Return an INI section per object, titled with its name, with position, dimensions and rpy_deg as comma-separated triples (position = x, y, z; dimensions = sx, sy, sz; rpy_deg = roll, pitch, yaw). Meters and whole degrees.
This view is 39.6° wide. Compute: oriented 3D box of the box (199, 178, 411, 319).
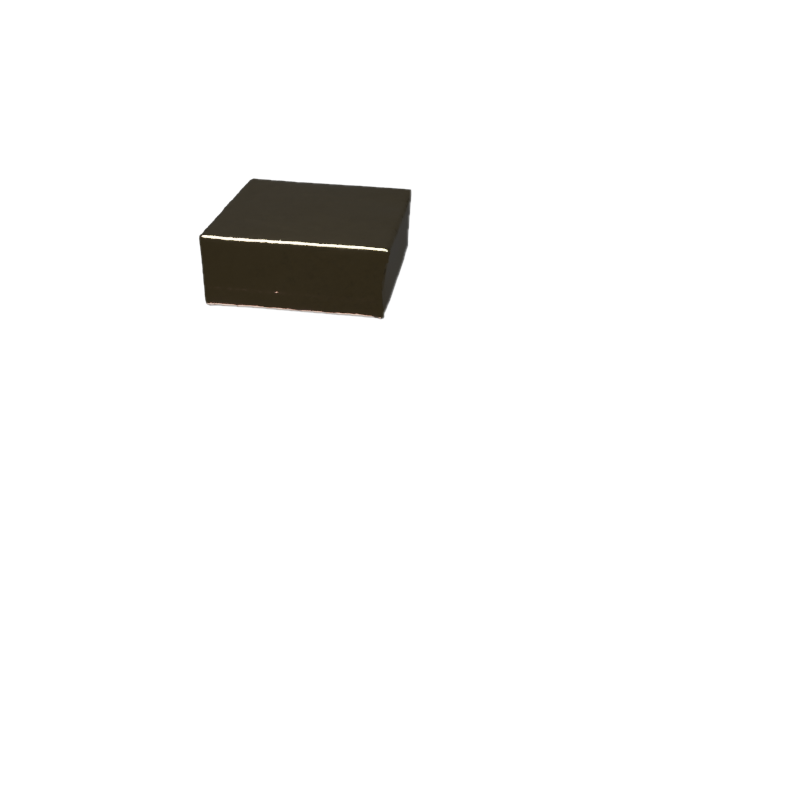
[box]
position = -0.044, -0.080, 0.559
dimensions = 0.091, 0.037, 0.118
rpy_deg = 3, 26, 6
